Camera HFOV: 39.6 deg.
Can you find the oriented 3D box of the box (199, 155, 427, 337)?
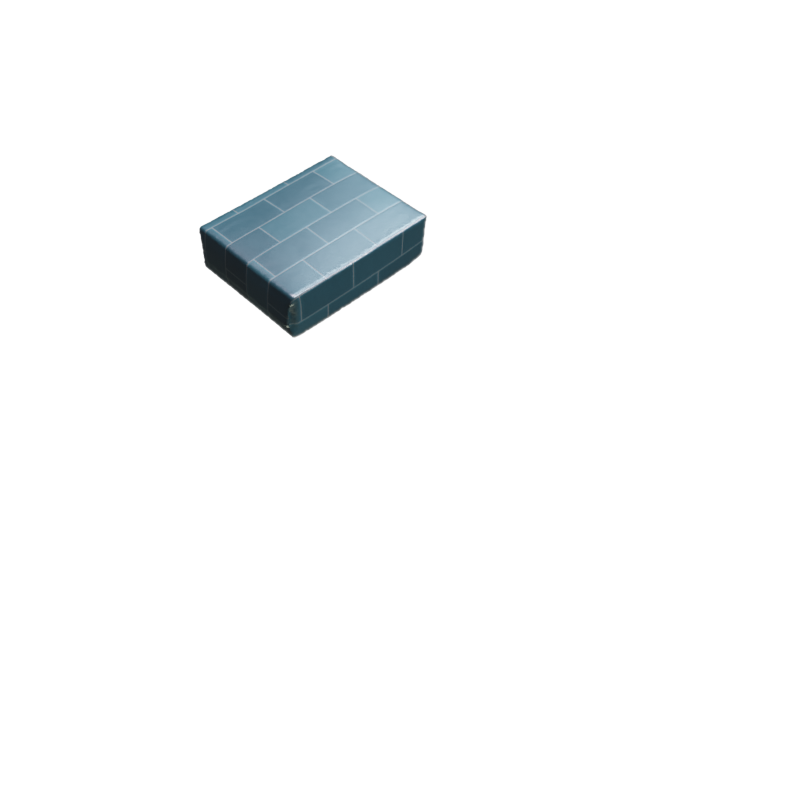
[{"bbox_3d":[-0.054,-0.099,0.691,0.114,0.036,0.096,-33,53,-30],"label":"box"}]
